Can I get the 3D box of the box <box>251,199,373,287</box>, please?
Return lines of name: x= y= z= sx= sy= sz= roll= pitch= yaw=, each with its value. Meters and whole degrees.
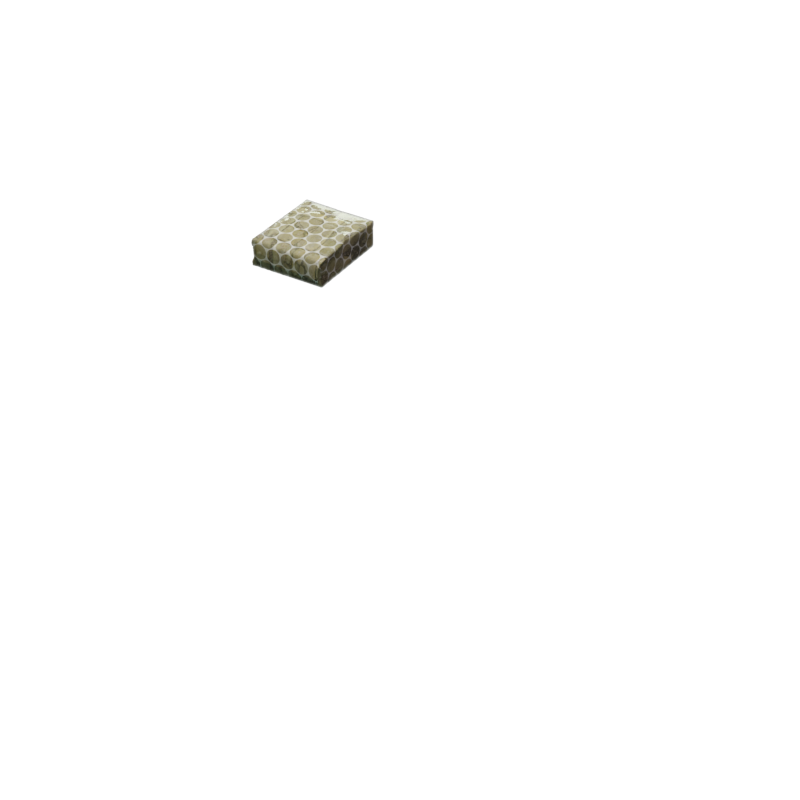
box: x=-0.076 y=-0.139 z=0.976 sx=0.077 sy=0.028 sz=0.091 roll=20 pitch=40 yaw=25
